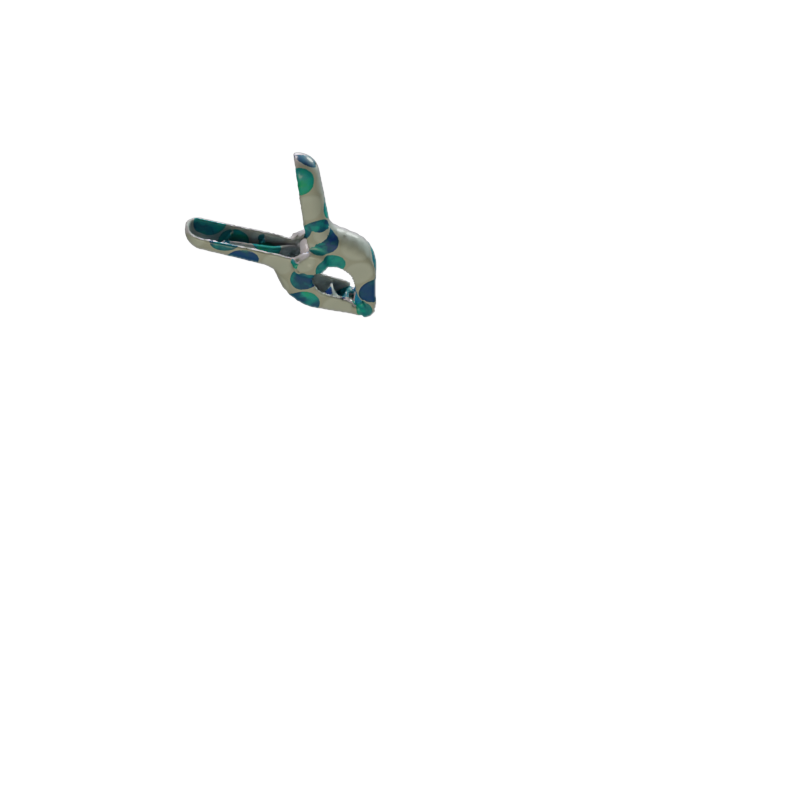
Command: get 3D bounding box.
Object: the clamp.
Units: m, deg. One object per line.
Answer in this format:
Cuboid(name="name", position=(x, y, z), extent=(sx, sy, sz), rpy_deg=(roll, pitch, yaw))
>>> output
Cuboid(name="clamp", position=(-0.067, -0.123, 0.862), extent=(0.161, 0.042, 0.120), rpy_deg=(28, -43, -36))
